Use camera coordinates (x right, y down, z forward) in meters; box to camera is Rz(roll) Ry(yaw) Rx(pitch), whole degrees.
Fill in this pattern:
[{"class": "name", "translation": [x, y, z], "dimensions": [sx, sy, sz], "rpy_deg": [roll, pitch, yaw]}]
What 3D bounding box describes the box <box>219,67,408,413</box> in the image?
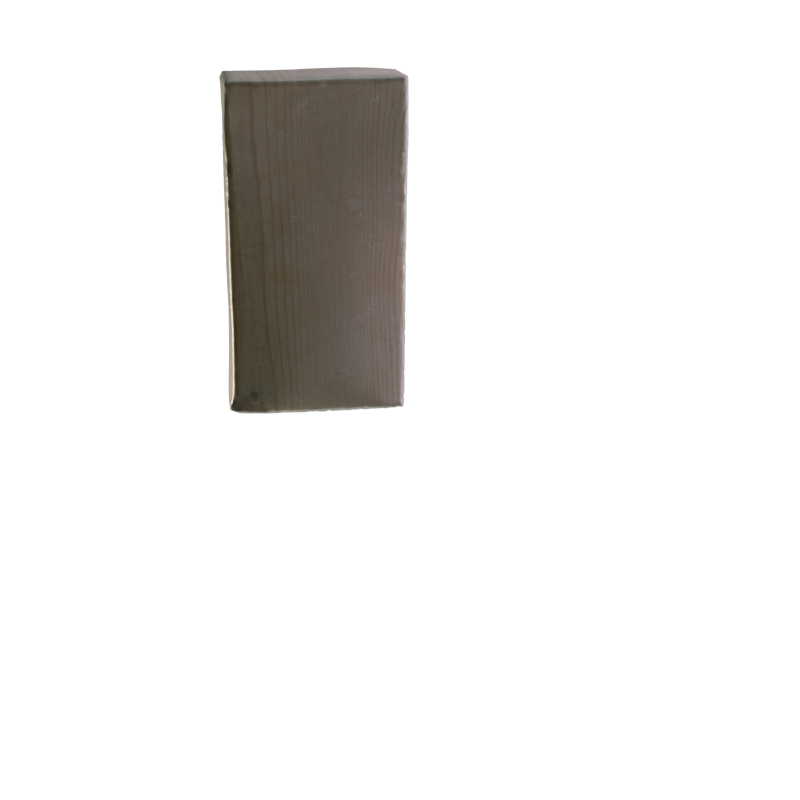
[{"class": "box", "translation": [-0.045, -0.082, 0.574], "dimensions": [0.092, 0.170, 0.050], "rpy_deg": [-1, 15, -8]}]
